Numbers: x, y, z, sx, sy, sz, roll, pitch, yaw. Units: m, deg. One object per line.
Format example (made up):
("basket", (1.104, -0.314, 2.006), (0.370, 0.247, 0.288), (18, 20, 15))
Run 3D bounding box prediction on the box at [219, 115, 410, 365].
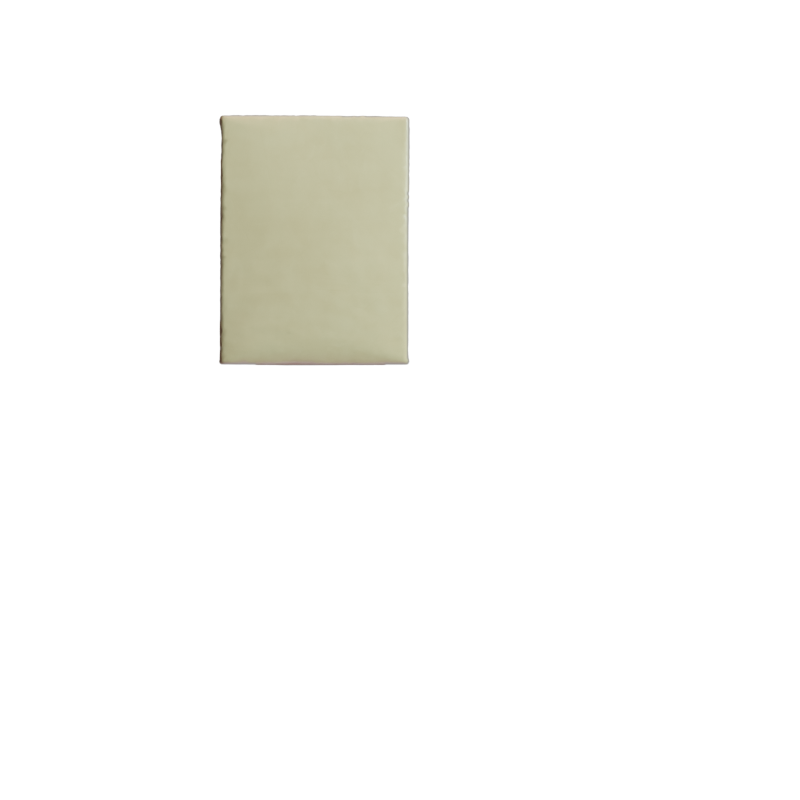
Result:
("box", (-0.076, -0.139, 0.972), (0.163, 0.215, 0.072), (0, -1, -5))
